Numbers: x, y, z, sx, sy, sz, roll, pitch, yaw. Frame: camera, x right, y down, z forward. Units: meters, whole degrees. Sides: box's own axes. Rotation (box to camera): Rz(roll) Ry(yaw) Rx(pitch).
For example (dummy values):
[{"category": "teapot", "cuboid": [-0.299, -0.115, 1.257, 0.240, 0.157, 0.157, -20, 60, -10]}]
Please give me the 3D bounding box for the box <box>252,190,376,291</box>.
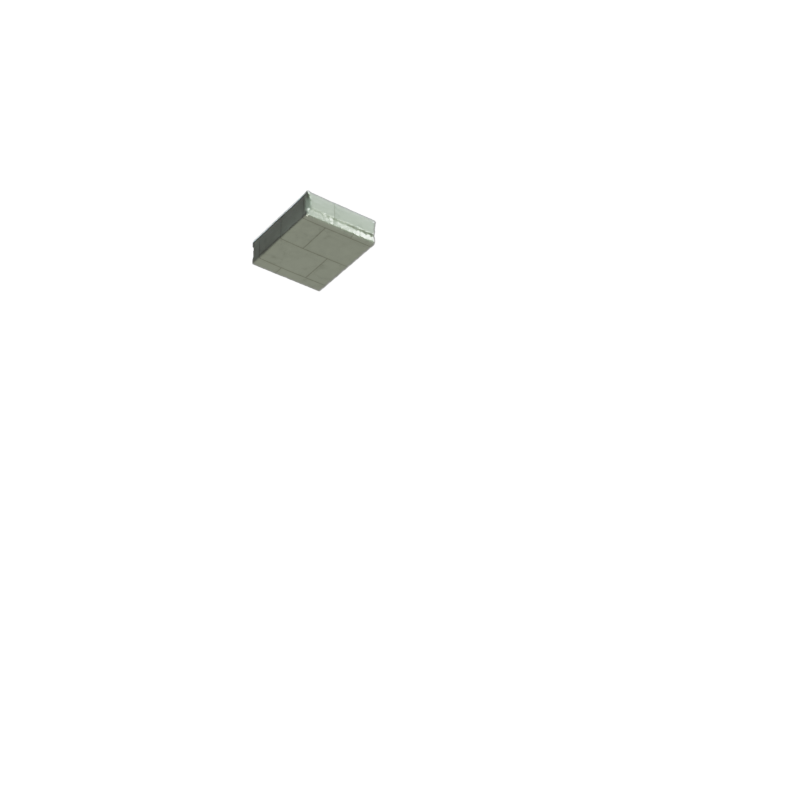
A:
[{"category": "box", "cuboid": [-0.076, -0.138, 0.967, 0.069, 0.032, 0.088, 22, -39, -30]}]
